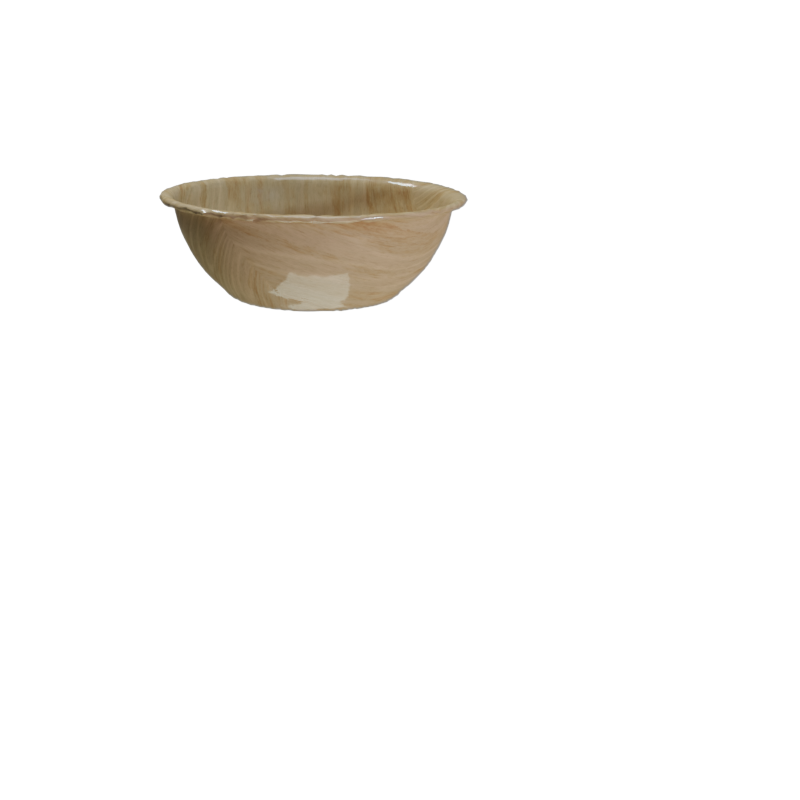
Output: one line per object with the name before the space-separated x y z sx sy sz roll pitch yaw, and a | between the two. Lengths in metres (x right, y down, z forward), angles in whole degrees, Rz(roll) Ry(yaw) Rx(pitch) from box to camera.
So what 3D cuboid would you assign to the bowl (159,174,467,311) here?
bowl | -0.046 -0.084 0.590 0.162 0.053 0.168 -1 17 -2
